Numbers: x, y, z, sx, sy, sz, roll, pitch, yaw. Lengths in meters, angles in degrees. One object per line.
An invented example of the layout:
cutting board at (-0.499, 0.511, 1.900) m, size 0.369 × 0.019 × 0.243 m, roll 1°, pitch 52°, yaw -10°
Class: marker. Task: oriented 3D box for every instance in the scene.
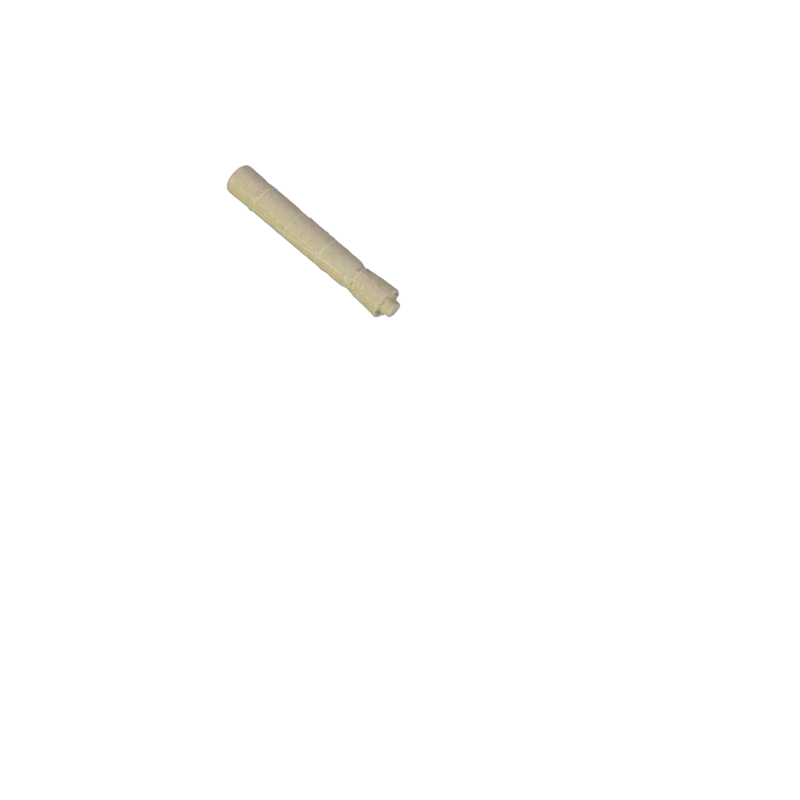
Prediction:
marker at (-0.047, -0.086, 0.602) m, size 0.128 × 0.019 × 0.019 m, roll 42°, pitch 20°, yaw 22°
